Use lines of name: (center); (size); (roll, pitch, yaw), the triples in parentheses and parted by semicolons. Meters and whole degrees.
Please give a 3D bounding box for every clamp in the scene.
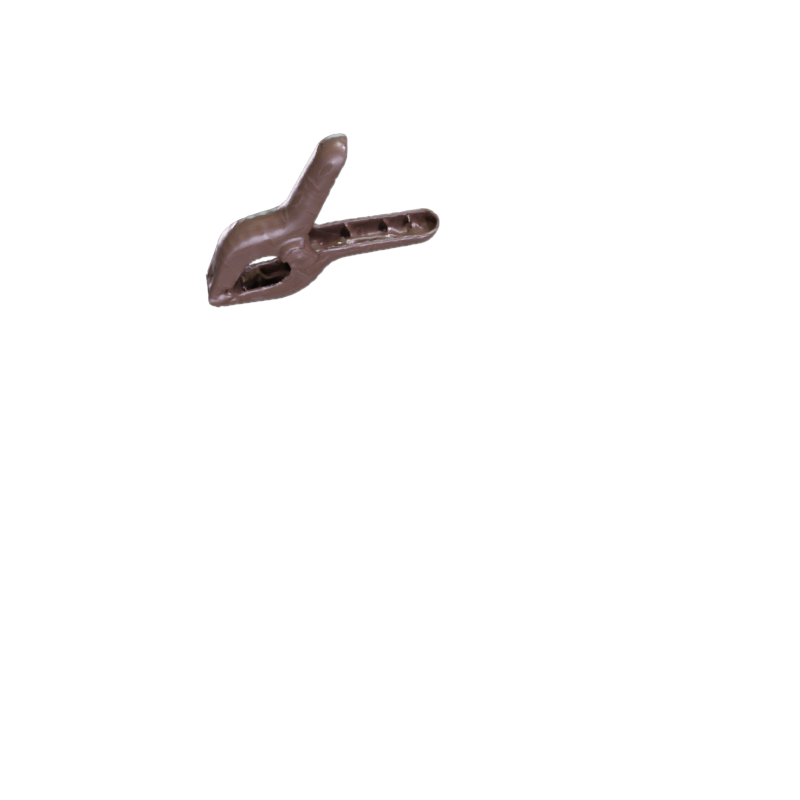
clamp: (-0.061, -0.110, 0.774); (0.170, 0.042, 0.113); (-31, -47, 34)
